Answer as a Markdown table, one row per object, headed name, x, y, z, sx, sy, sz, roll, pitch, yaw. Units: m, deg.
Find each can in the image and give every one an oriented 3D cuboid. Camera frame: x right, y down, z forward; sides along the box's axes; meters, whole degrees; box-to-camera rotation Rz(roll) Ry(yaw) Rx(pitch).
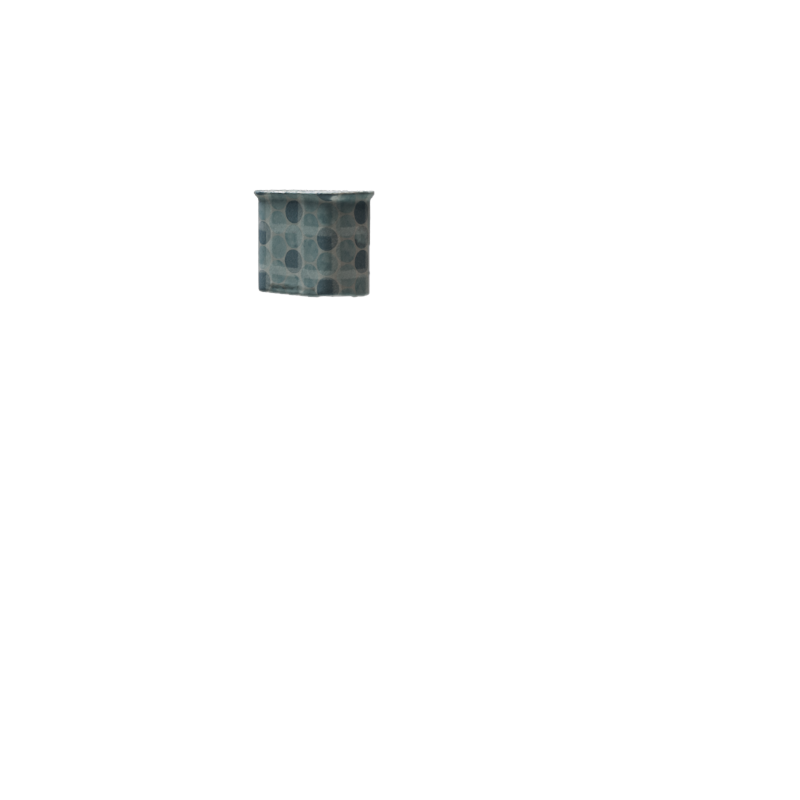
| name | x | y | z | sx | sy | sz | roll | pitch | yaw |
| --- | --- | --- | --- | --- | --- | --- | --- | --- | --- |
| can | -0.071 | -0.129 | 0.901 | 0.107 | 0.083 | 0.056 | 8 | 10 | 40 |
